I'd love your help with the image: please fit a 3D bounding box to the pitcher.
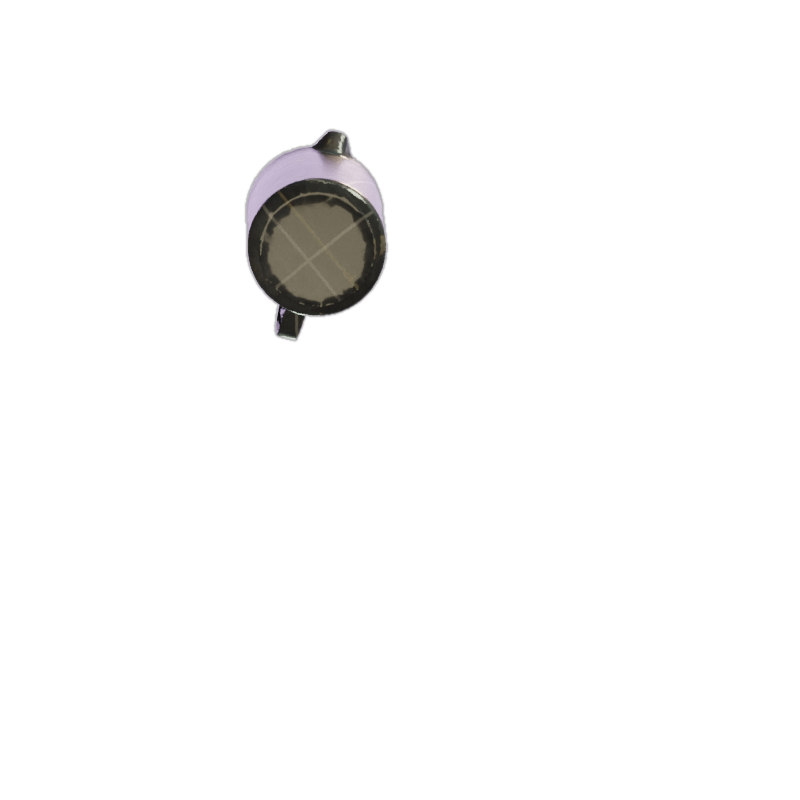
[{"bbox_3d":[-0.075,-0.137,0.961,0.145,0.145,0.250,-28,14,4],"label":"pitcher"}]
